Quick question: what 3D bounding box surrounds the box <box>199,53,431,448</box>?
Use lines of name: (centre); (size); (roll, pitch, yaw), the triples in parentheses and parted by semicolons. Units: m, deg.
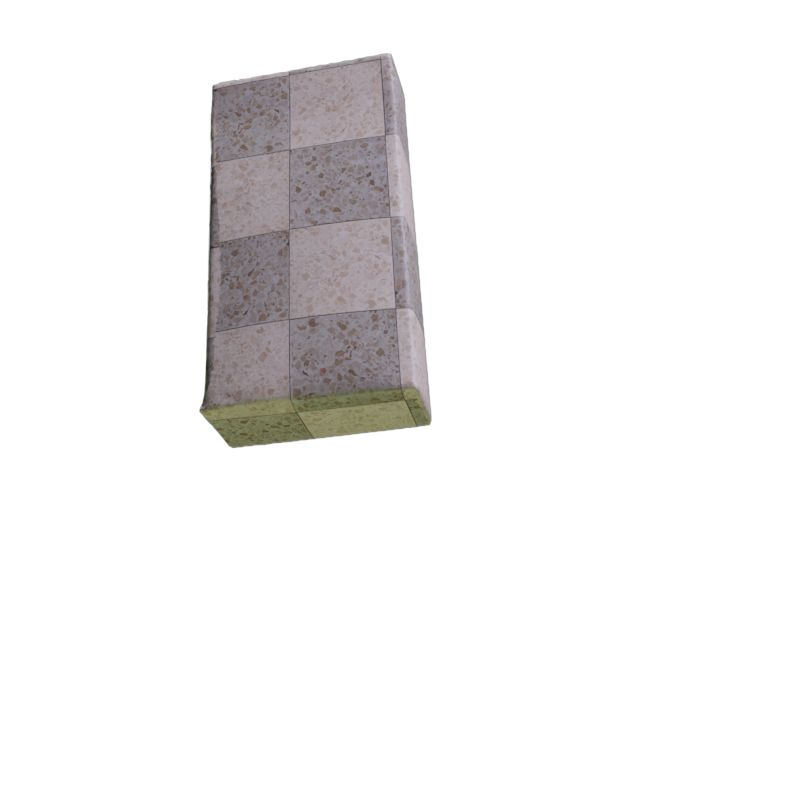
box: (-0.039, -0.072, 0.505); (0.094, 0.188, 0.044); (-8, -32, 10)
